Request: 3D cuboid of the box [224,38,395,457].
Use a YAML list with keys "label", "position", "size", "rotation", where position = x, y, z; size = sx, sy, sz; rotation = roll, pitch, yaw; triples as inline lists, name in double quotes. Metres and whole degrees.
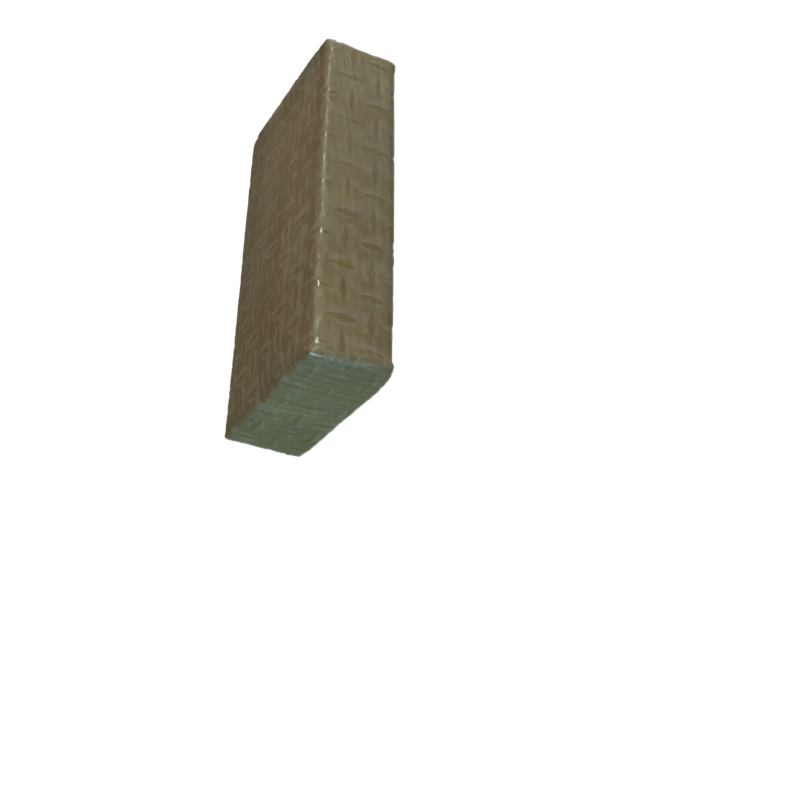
- label: "box"
  position: [-0.041, -0.074, 0.521]
  size: [0.046, 0.188, 0.091]
  rotation: [15, -36, -26]
